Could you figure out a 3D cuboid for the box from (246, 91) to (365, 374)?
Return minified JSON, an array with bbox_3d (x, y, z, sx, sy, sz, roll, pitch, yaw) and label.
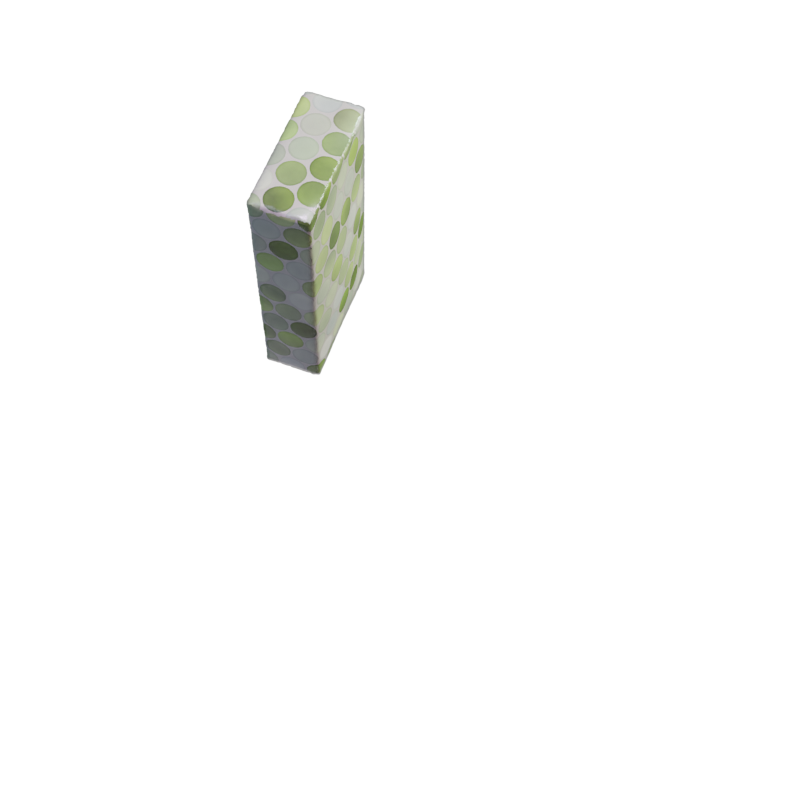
[{"bbox_3d":[-0.055,-0.100,0.701,0.049,0.097,0.166,18,-28,6],"label":"box"}]
